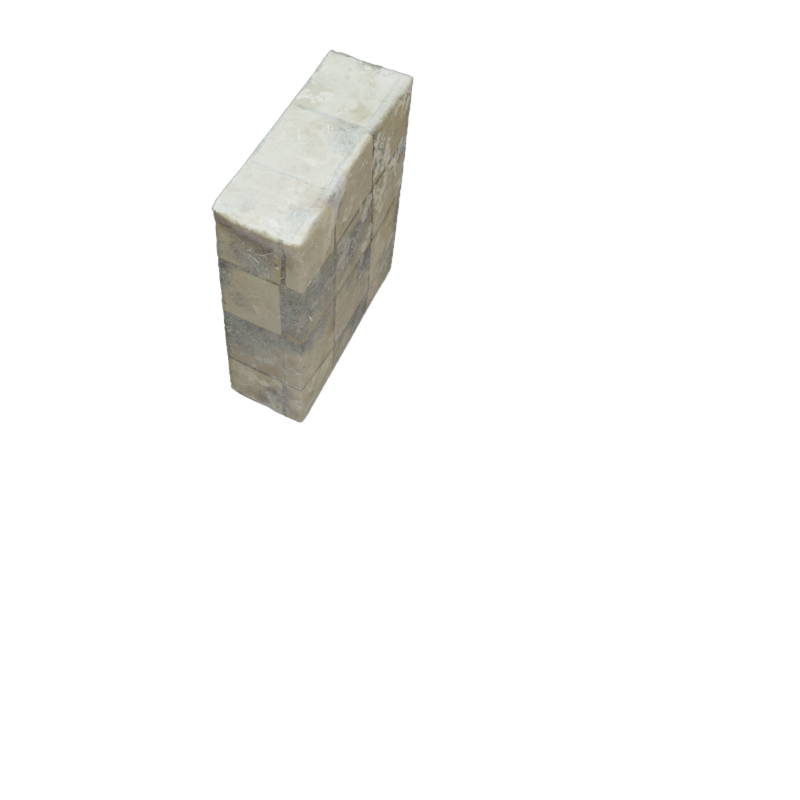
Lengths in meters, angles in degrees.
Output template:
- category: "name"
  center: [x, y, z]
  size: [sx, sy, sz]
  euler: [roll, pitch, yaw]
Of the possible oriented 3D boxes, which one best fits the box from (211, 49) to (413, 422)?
- category: "box"
  center: [-0.061, -0.111, 0.779]
  size: [0.074, 0.170, 0.200]
  euler: [22, -32, 10]
